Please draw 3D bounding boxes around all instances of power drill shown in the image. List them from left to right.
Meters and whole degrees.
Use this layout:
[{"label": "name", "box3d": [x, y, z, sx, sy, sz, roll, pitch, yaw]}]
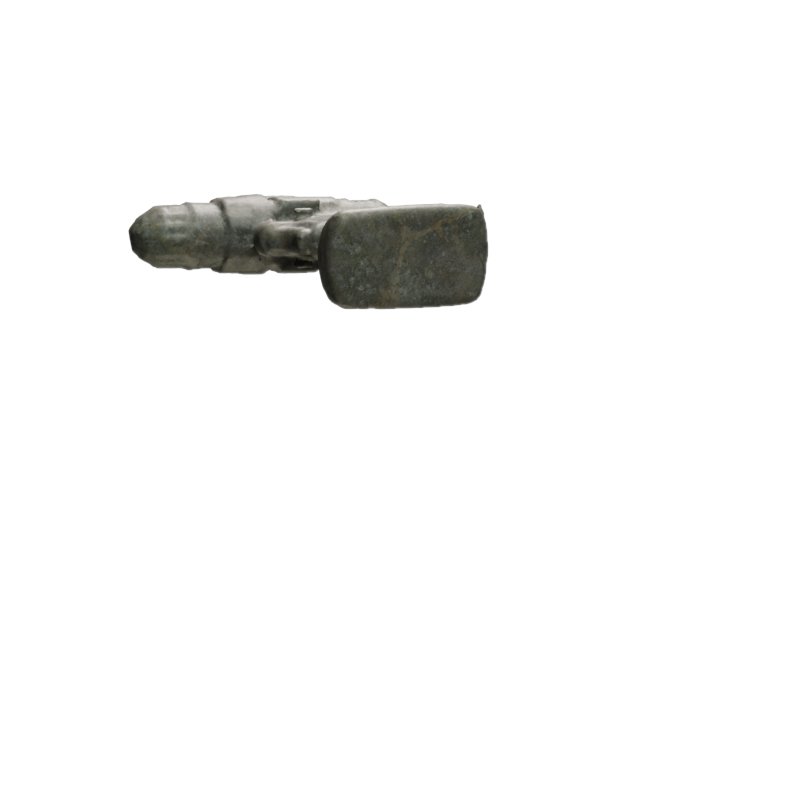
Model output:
[{"label": "power drill", "box3d": [-0.052, -0.095, 0.668, 0.180, 0.056, 0.198, -8, 16, -28]}]
